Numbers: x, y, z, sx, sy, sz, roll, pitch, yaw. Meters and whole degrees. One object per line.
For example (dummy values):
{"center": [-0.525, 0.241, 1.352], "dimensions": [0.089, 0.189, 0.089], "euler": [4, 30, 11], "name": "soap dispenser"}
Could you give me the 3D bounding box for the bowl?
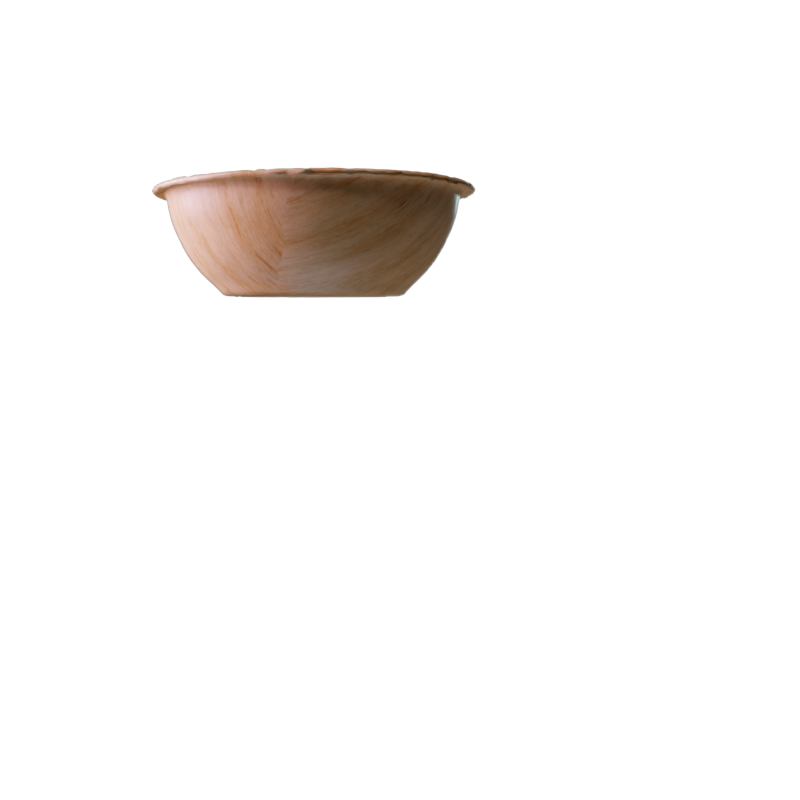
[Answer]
{"center": [-0.044, -0.080, 0.558], "dimensions": [0.162, 0.055, 0.162], "euler": [0, 4, -2], "name": "bowl"}
